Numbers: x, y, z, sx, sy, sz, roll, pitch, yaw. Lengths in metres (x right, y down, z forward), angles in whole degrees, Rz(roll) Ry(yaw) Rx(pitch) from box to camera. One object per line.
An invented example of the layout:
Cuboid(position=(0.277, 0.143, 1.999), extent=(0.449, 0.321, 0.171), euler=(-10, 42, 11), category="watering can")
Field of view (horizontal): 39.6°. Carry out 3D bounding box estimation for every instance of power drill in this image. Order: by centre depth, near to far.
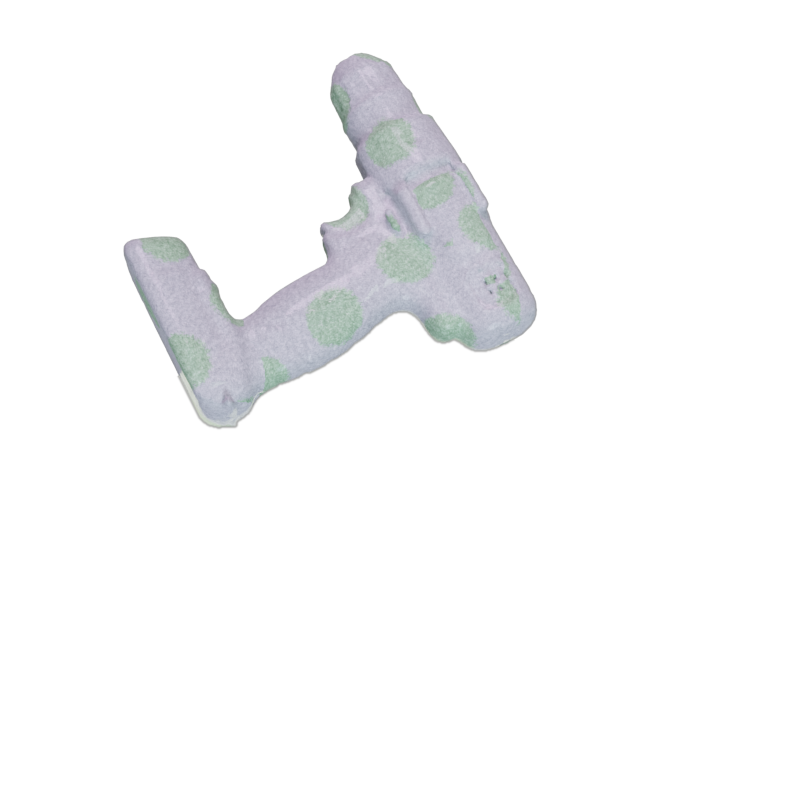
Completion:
Cuboid(position=(-0.046, -0.084, 0.586), extent=(0.187, 0.195, 0.054), euler=(-25, -20, -10), category="power drill")
